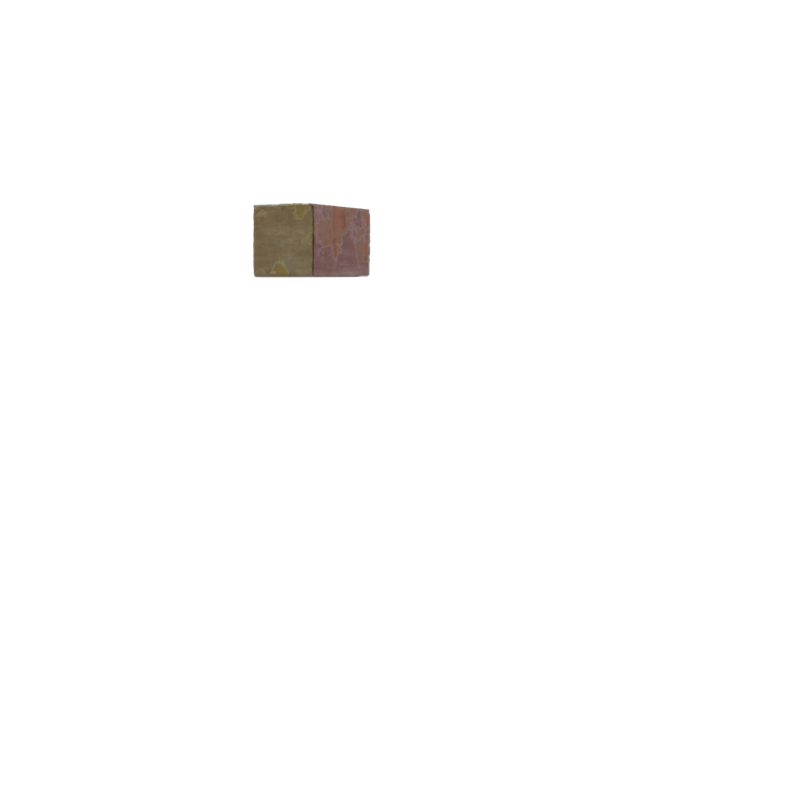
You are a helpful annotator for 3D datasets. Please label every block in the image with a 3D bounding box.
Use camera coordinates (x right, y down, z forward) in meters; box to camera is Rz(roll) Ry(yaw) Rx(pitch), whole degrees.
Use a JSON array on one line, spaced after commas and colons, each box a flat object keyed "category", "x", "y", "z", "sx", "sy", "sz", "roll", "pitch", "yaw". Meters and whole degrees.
[{"category": "block", "x": -0.062, "y": -0.113, "z": 0.795, "sx": 0.055, "sy": 0.051, "sz": 0.075, "roll": 1, "pitch": 4, "yaw": 30}]
